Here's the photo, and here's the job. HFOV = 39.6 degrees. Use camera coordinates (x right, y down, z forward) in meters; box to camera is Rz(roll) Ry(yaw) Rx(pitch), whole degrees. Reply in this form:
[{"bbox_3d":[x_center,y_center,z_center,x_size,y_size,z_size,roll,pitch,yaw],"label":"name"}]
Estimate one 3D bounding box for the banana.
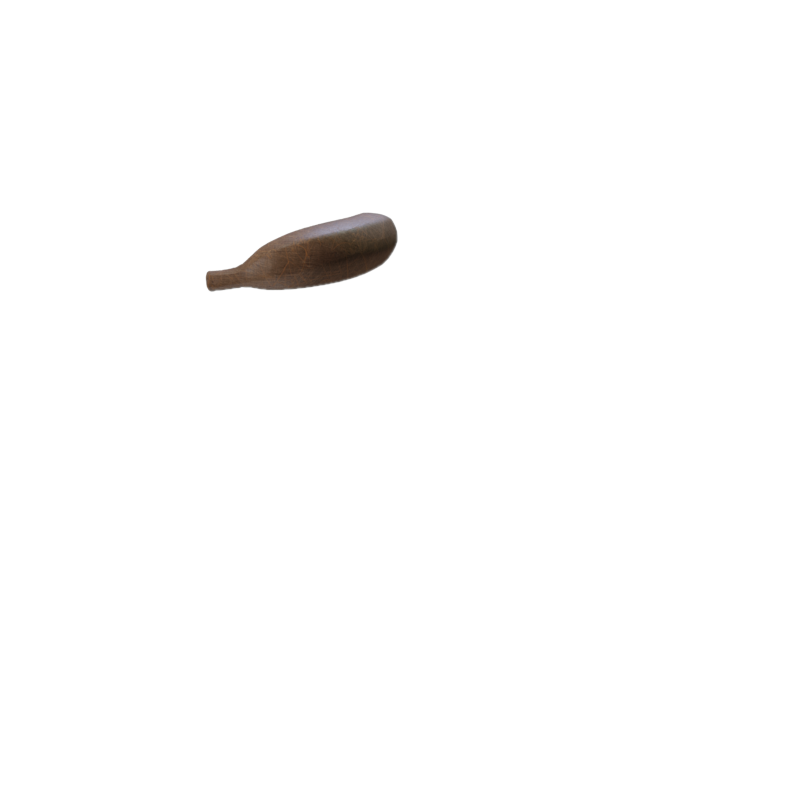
[{"bbox_3d":[-0.042,-0.100,0.715,0.072,0.036,0.196,8,18,27],"label":"banana"}]
